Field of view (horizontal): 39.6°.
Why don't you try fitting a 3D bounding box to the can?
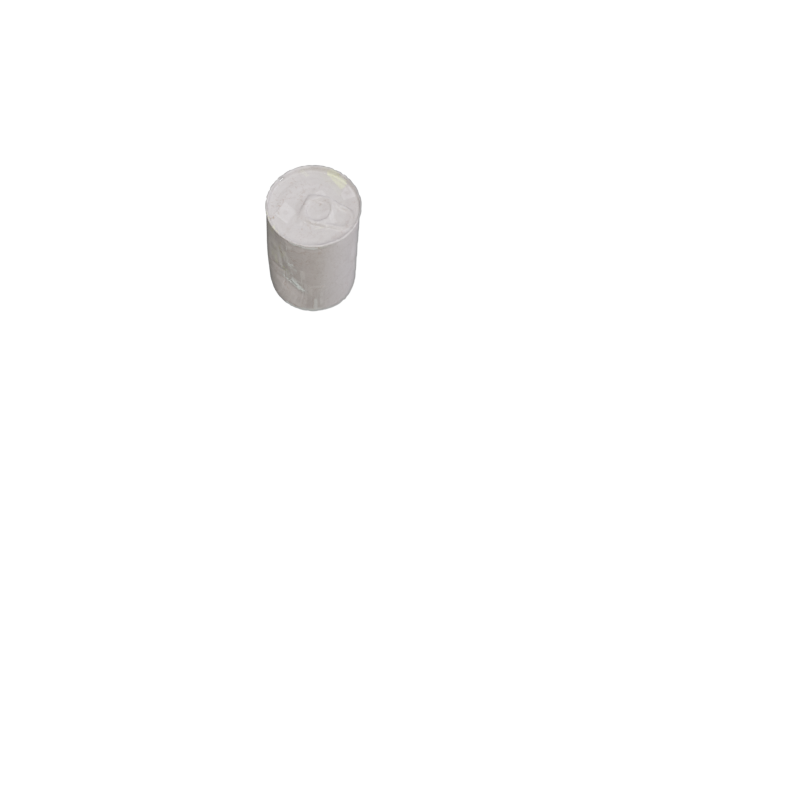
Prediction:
[{"bbox_3d":[-0.064,-0.117,0.820,0.068,0.073,0.096,0,-26,-3],"label":"can"}]
